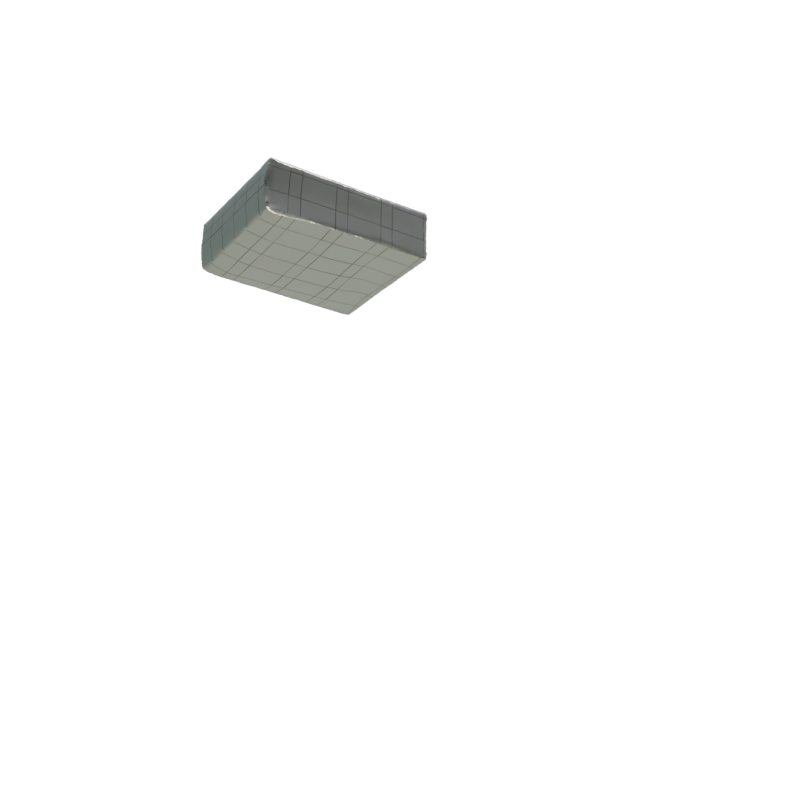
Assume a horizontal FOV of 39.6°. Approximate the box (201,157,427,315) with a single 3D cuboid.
[{"bbox_3d":[-0.053,-0.097,0.681,0.108,0.041,0.089,15,-29,-29],"label":"box"}]
